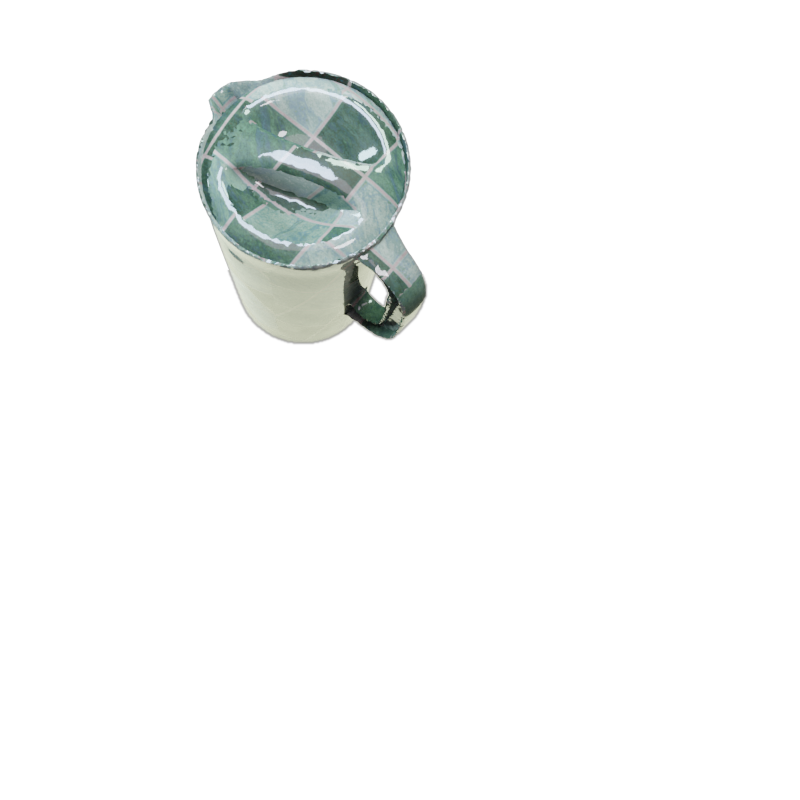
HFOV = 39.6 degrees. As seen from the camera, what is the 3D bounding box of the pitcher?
[{"bbox_3d":[-0.062,-0.112,0.787,0.145,0.155,0.234,1,-15,-3],"label":"pitcher"}]
